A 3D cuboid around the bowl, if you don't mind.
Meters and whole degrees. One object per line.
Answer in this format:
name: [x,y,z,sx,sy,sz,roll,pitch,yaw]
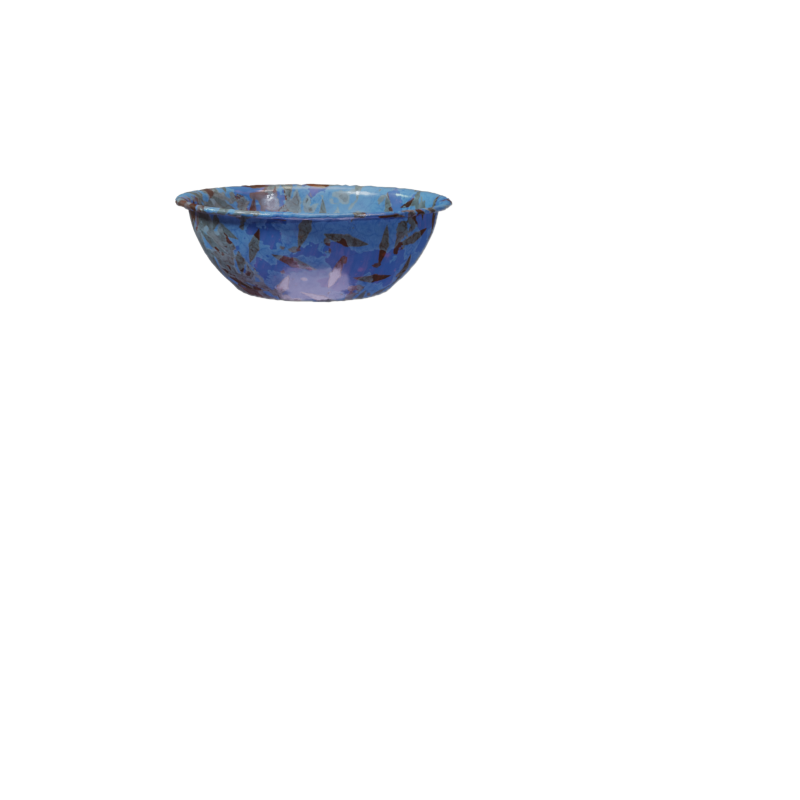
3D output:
bowl: [-0.051,-0.093,0.653,0.162,0.053,0.167,-1,15,-2]
